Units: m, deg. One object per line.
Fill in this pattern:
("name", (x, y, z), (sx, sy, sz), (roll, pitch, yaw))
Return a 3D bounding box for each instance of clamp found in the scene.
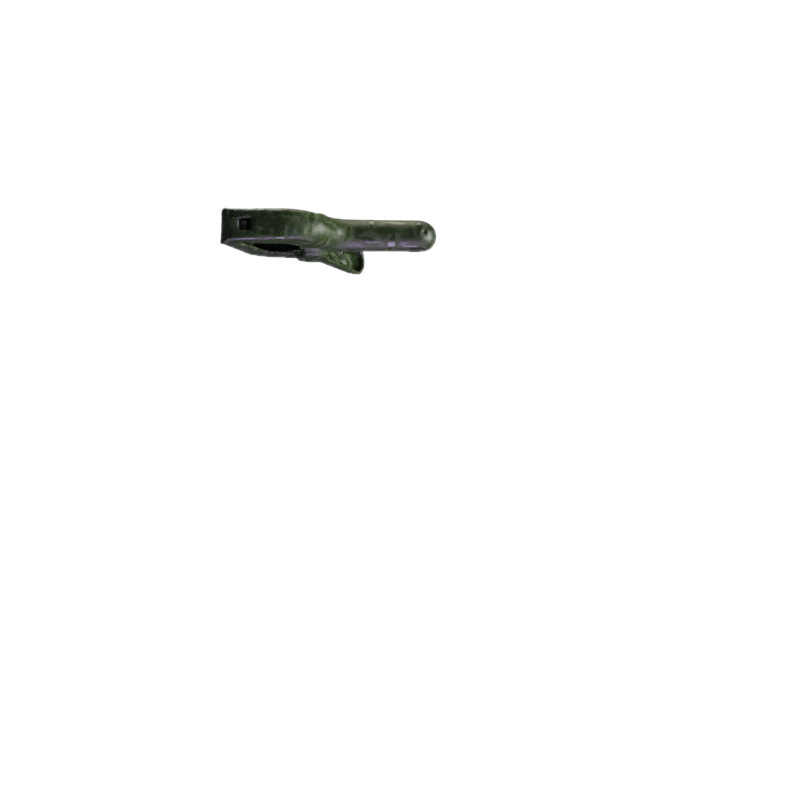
("clamp", (-0.071, -0.129, 0.906), (0.166, 0.041, 0.119), (5, -15, -22))
